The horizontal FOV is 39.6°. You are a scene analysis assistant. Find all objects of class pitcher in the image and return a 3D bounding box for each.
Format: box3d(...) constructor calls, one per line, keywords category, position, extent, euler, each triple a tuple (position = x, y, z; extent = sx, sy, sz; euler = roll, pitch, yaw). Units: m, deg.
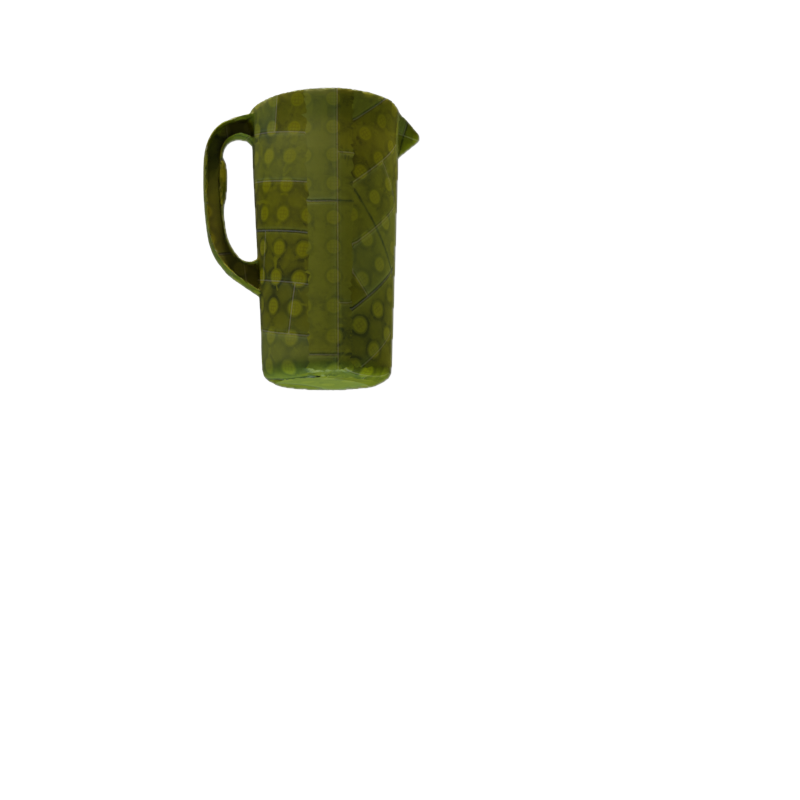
box3d(category="pitcher", position=(-0.074, -0.135, 0.947), extent=(0.153, 0.251, 0.137), euler=(-9, -15, 33))
